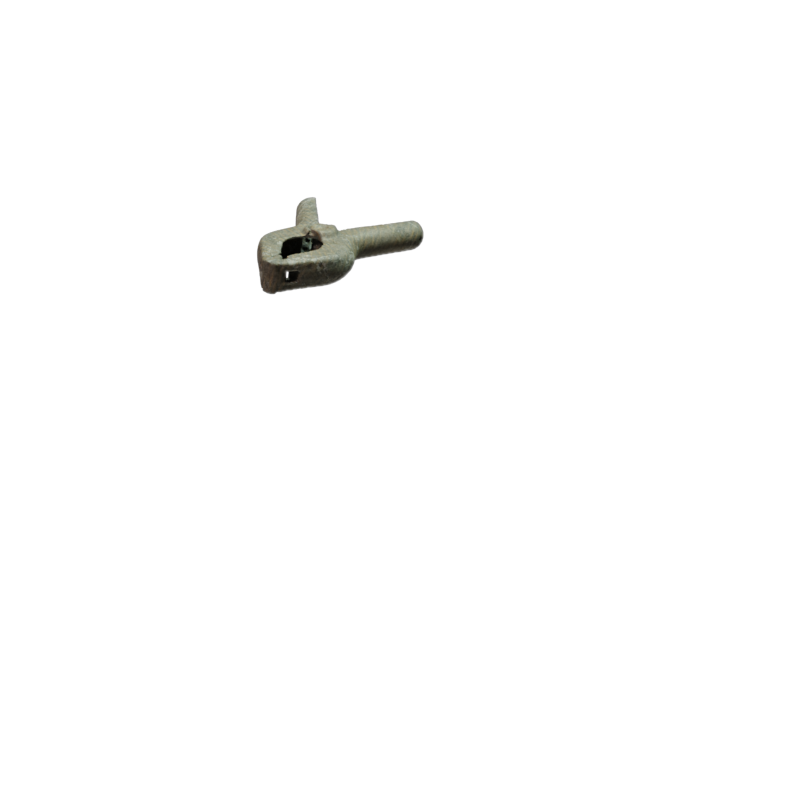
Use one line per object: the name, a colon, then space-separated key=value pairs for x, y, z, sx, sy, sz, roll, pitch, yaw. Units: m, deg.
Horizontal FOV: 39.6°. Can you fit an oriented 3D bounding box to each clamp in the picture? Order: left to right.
clamp: x=-0.072 y=-0.132 z=0.925 sx=0.126 sy=0.037 sz=0.170 roll=15 pitch=27 yaw=32
